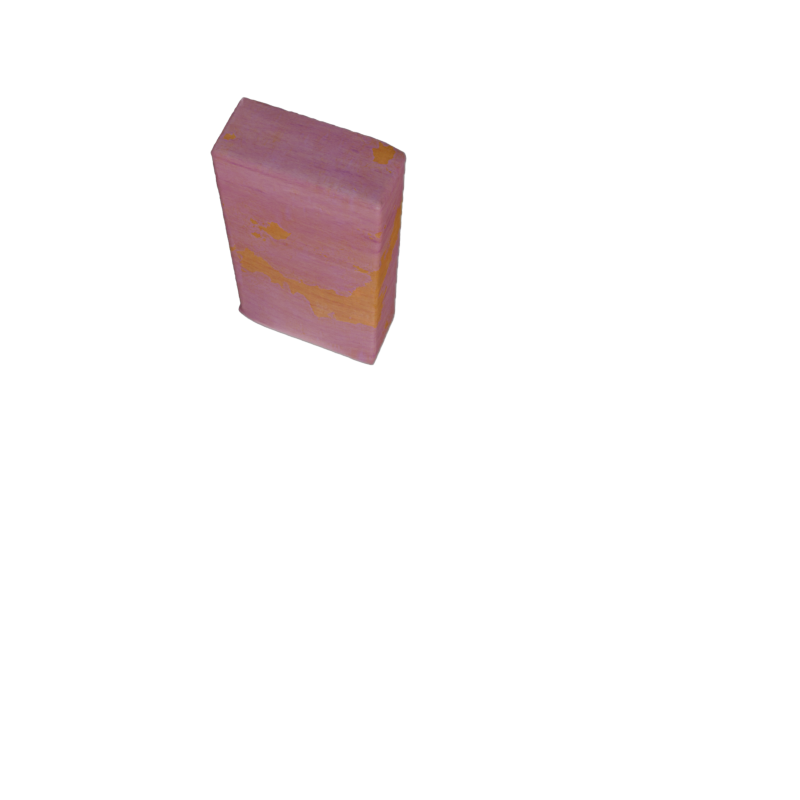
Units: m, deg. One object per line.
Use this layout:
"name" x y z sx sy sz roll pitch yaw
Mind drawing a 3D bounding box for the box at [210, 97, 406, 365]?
"box" -0.048 -0.088 0.617 0.095 0.050 0.166 22 -27 8
